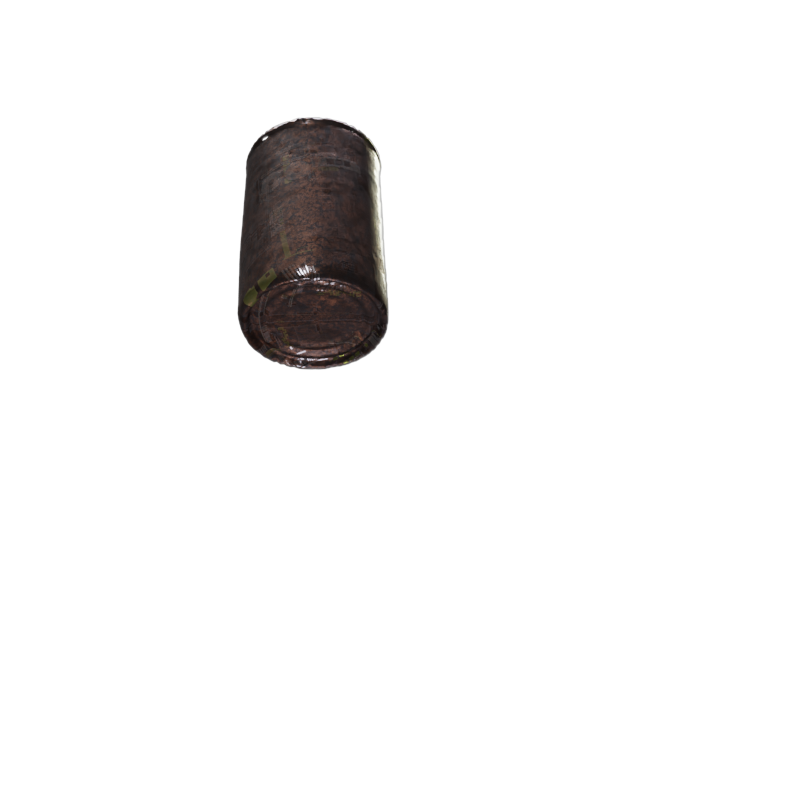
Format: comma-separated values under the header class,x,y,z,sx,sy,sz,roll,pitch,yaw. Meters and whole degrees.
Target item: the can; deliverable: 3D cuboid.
class,x,y,z,sx,sy,sz,roll,pitch,yaw
can,-0.041,-0.074,0.521,0.068,0.110,0.064,-1,-39,-3
